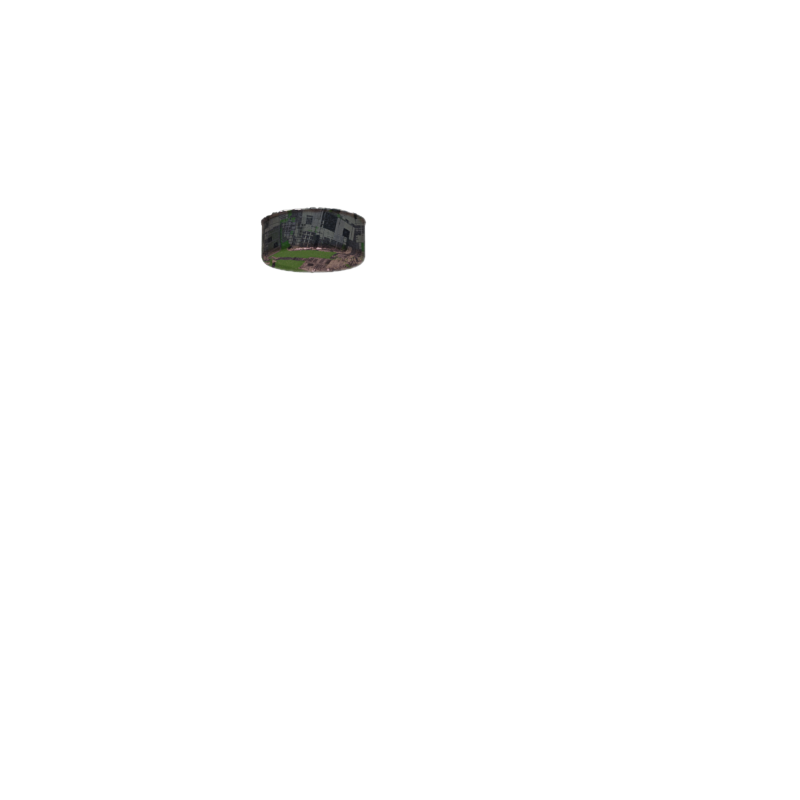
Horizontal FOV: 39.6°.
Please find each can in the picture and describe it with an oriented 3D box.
[{"bbox_3d":[-0.070,-0.129,0.900,0.086,0.035,0.084,0,-8,-2],"label":"can"}]
